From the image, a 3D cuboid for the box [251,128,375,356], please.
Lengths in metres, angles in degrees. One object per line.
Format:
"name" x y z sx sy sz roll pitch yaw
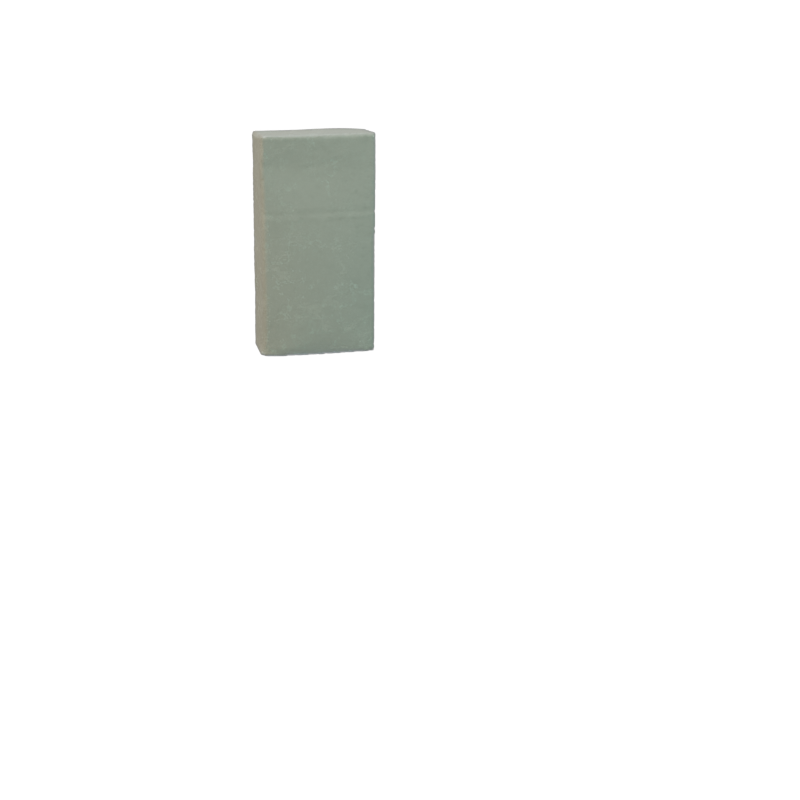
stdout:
"box" -0.068 -0.125 0.875 0.092 0.172 0.050 -2 11 -15
